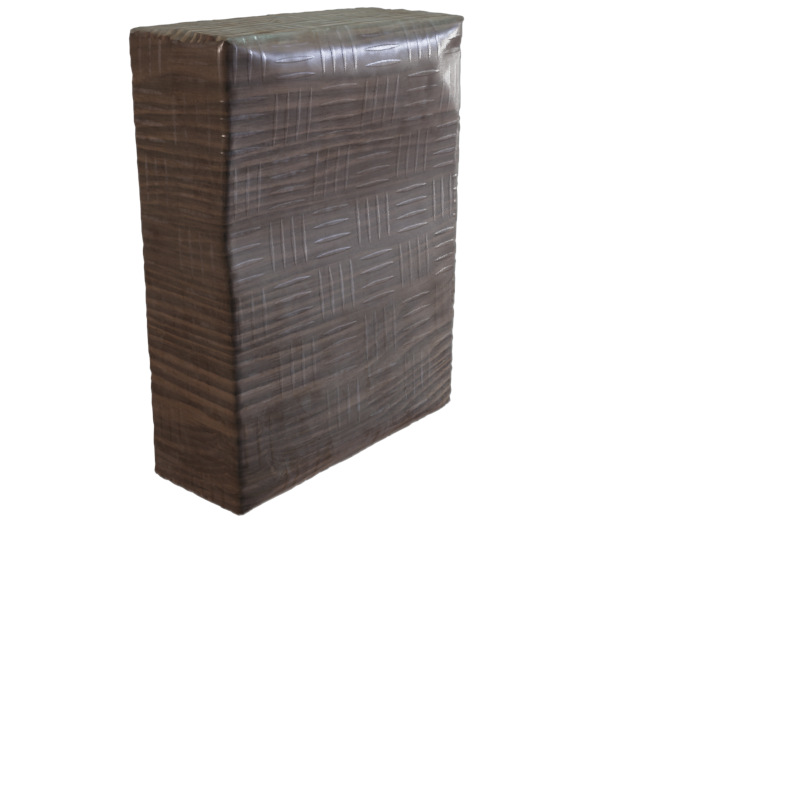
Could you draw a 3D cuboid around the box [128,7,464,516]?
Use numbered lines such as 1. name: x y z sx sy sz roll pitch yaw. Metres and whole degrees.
1. box: -0.042 -0.077 0.539 0.076 0.205 0.162 16 24 37
